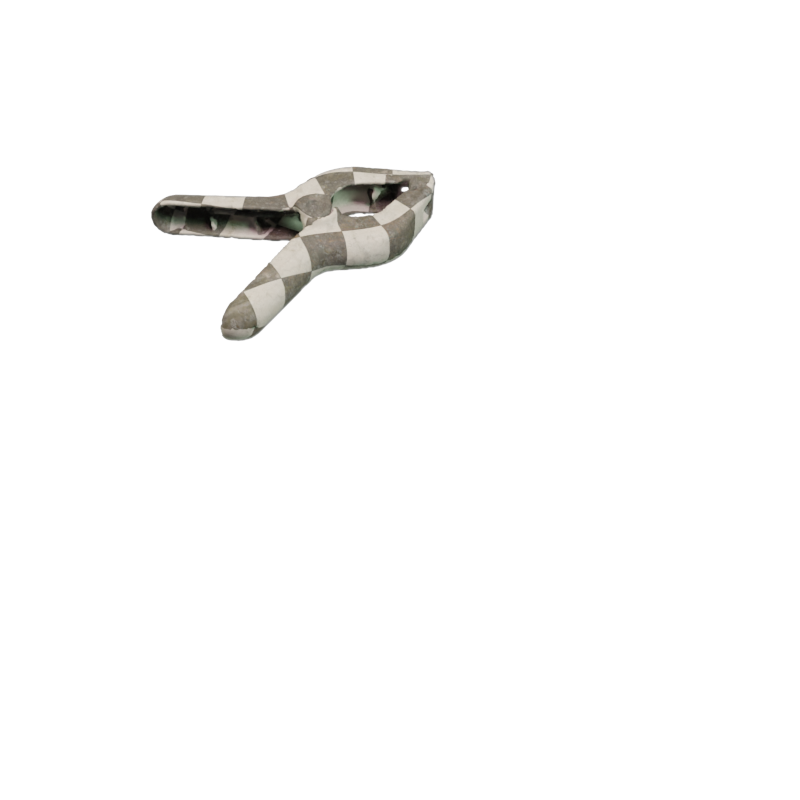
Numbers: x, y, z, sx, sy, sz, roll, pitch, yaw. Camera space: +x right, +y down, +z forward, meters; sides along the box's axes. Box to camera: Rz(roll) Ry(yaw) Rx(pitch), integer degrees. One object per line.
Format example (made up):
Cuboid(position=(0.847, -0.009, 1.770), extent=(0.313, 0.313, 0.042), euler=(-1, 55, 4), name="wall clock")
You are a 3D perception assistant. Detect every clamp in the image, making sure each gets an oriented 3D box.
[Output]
Cuboid(position=(-0.051, -0.093, 0.650), extent=(0.170, 0.130, 0.036), euler=(-15, -38, -12), name="clamp")
